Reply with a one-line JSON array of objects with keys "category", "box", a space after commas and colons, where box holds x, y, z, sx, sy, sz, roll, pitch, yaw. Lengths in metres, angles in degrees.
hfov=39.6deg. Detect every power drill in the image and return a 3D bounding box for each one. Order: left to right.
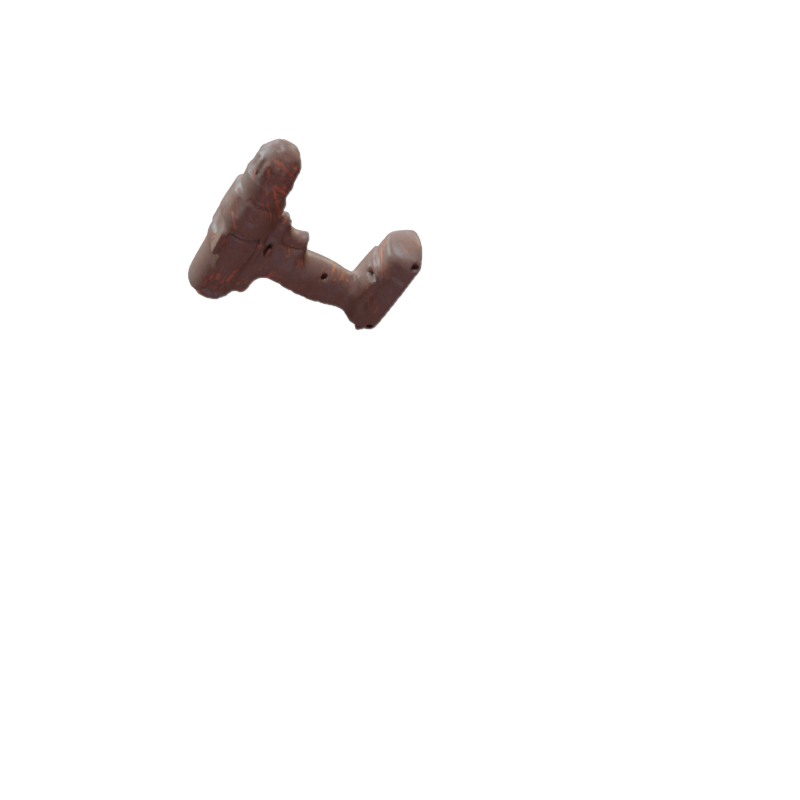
[{"category": "power drill", "box": [-0.078, -0.143, 0.999, 0.181, 0.062, 0.178, 19, -44, -21]}]
